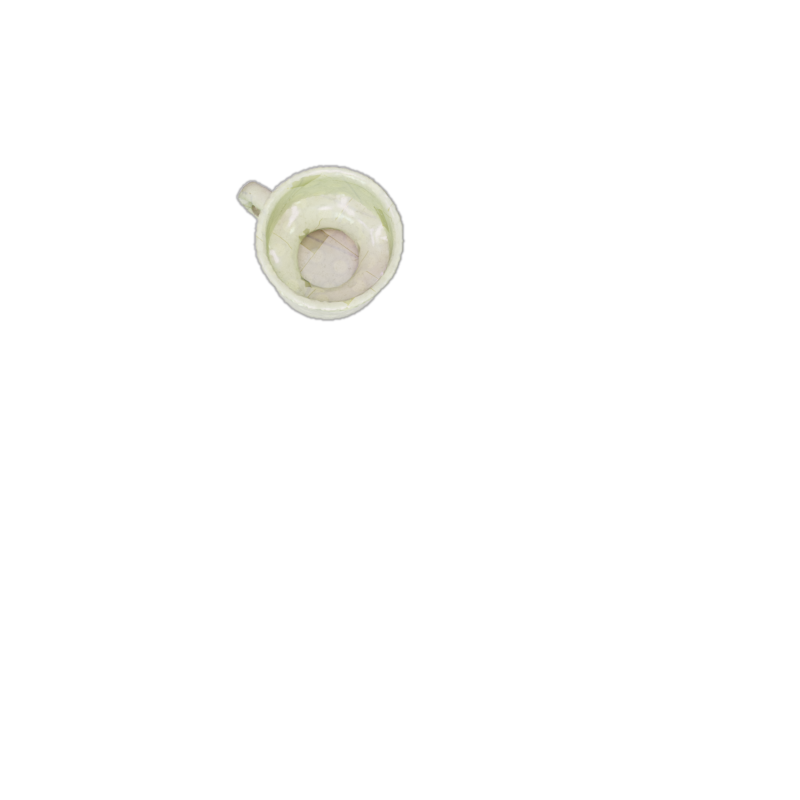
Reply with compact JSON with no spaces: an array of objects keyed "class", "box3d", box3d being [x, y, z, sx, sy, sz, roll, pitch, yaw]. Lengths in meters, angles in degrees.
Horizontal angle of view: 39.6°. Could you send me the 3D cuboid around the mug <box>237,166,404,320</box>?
[{"class":"mug","box3d":[-0.057,-0.104,0.729,0.119,0.094,0.079,32,-9,4]}]
